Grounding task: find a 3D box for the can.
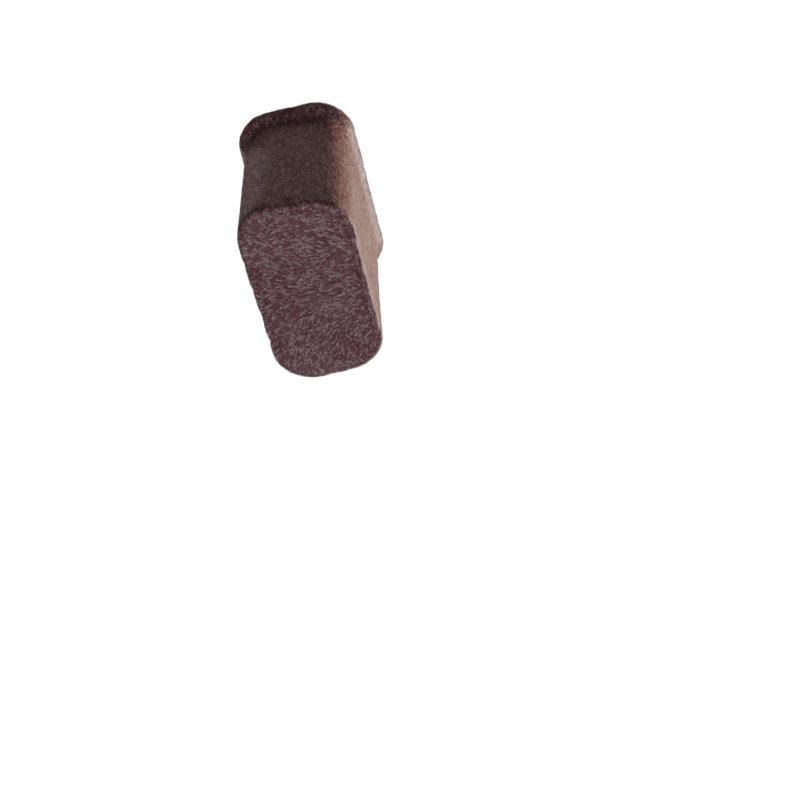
[{"bbox_3d":[-0.041,-0.074,0.522,0.058,0.094,0.090,-11,38,6],"label":"can"}]
